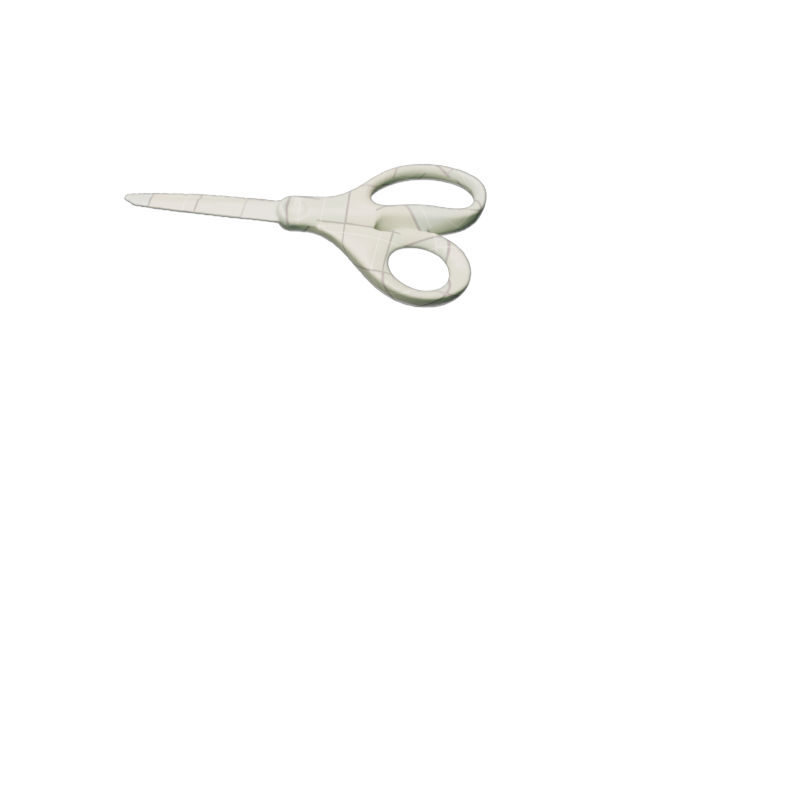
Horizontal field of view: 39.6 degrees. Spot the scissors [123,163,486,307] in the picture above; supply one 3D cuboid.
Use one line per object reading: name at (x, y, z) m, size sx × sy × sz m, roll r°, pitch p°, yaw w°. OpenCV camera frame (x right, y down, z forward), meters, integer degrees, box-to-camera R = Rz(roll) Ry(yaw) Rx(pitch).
scissors at (-0.048, -0.087, 0.612) m, size 0.201 × 0.103 × 0.015 m, roll -9°, pitch -28°, yaw -5°
